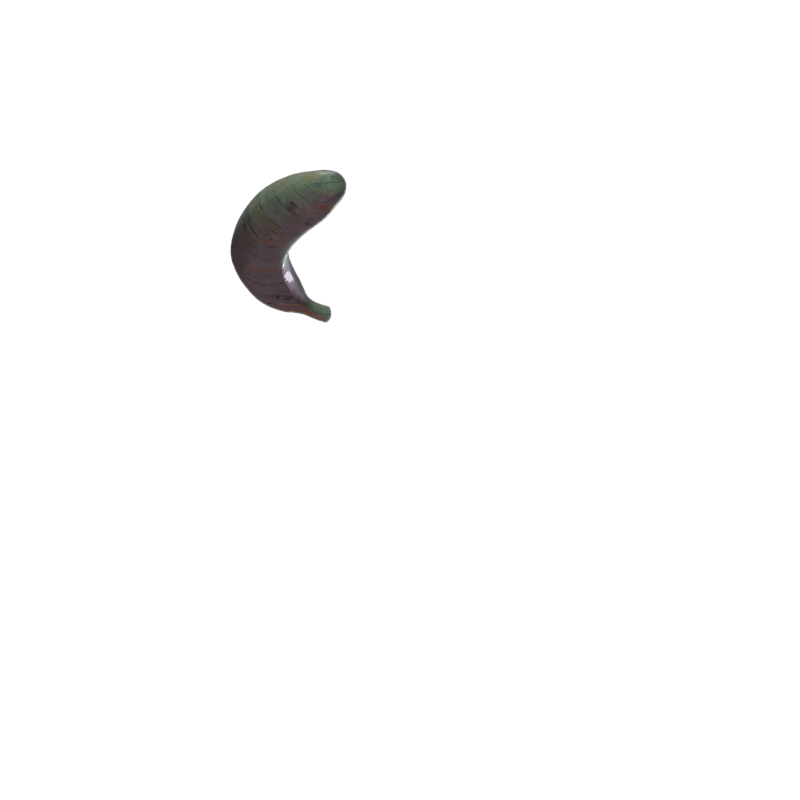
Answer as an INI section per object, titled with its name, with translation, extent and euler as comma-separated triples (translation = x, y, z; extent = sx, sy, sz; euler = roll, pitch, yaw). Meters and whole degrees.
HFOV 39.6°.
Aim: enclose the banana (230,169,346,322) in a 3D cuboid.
[banana]
translation = -0.074, -0.100, 0.707
extent = 0.069, 0.038, 0.189
euler = 1, -18, -5
